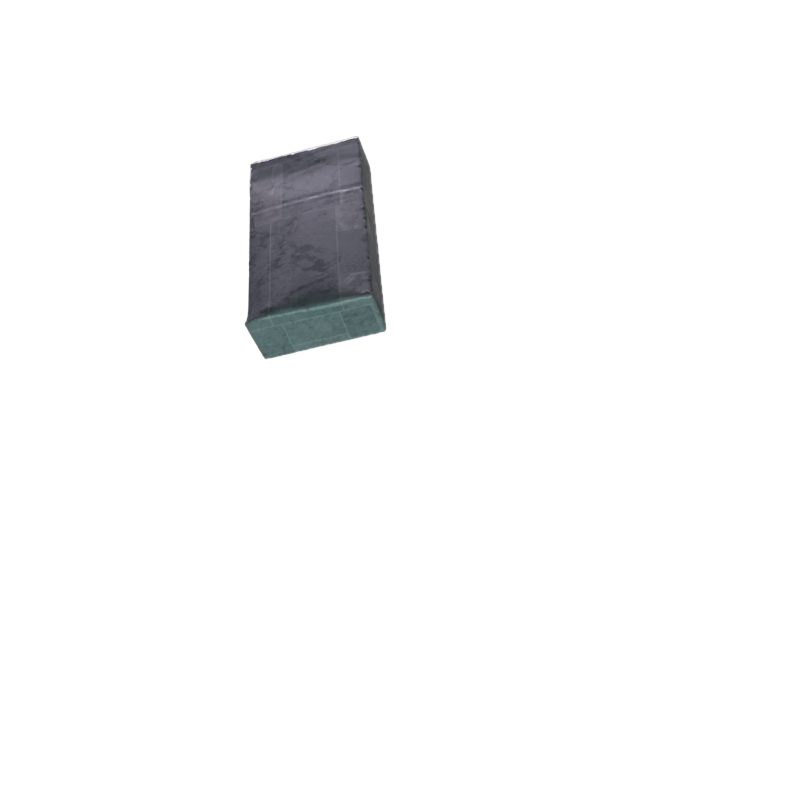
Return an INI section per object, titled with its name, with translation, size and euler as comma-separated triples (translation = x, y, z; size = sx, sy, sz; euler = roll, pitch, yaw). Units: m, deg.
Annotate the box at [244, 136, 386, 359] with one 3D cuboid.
[box]
translation = -0.064, -0.117, 0.823
size = 0.094, 0.189, 0.044
euler = -13, -45, 9
